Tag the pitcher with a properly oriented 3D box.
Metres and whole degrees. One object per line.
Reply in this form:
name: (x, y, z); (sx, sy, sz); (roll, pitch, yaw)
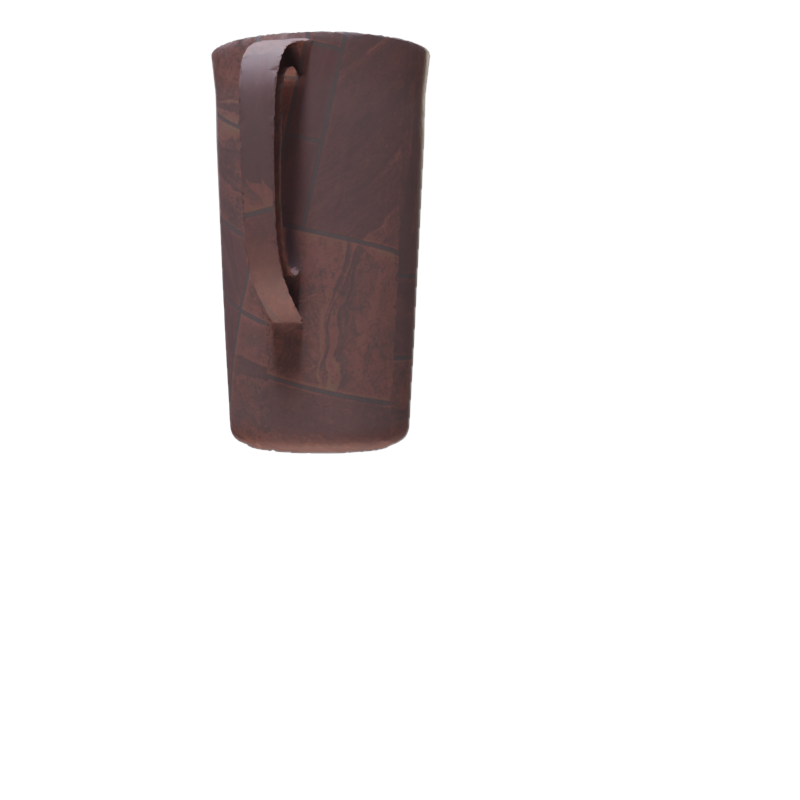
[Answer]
pitcher: (-0.052, -0.095, 0.663); (0.144, 0.245, 0.149); (1, -1, -30)
